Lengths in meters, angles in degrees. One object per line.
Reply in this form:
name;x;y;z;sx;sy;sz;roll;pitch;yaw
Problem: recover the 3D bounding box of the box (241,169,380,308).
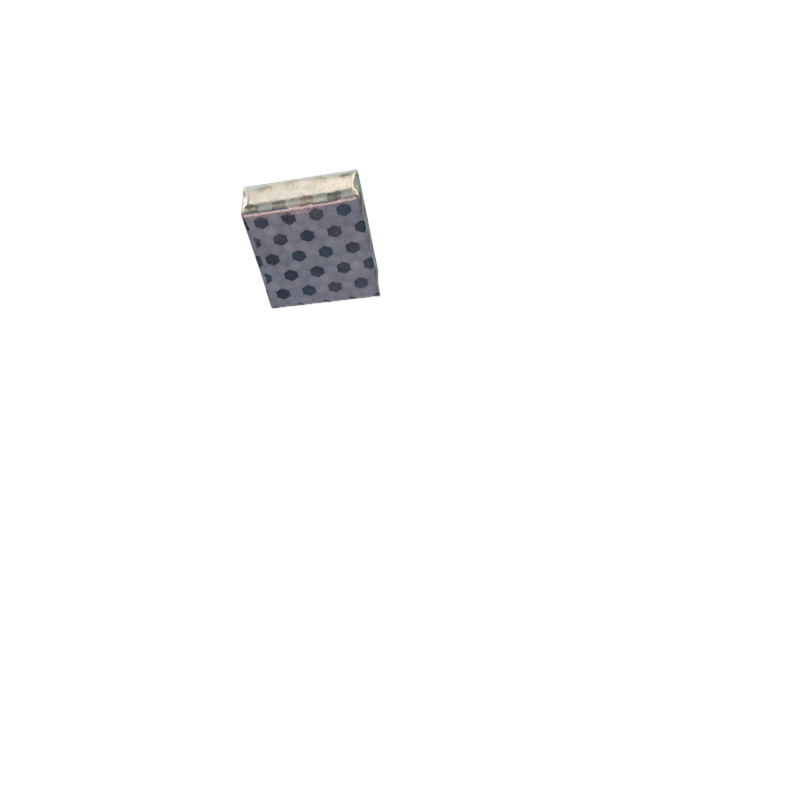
box;-0.055;-0.100;0.704;0.074;0.032;0.082;-7;-43;7
